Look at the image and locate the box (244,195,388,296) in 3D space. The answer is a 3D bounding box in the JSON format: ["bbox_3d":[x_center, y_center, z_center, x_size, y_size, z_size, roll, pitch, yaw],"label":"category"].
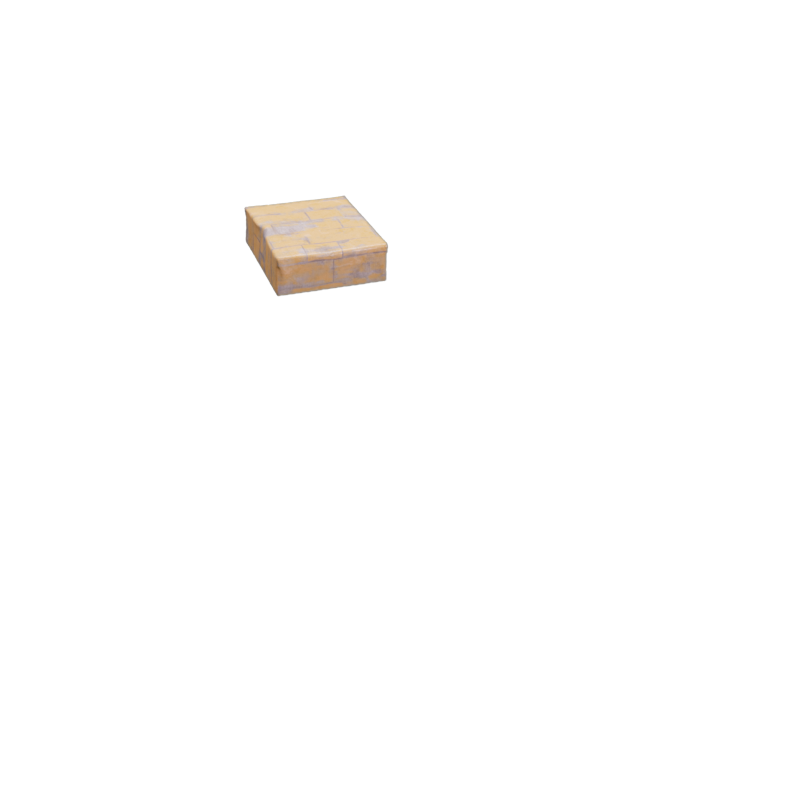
[{"bbox_3d":[-0.057,-0.104,0.726,0.072,0.028,0.096,-9,32,-16],"label":"box"}]
